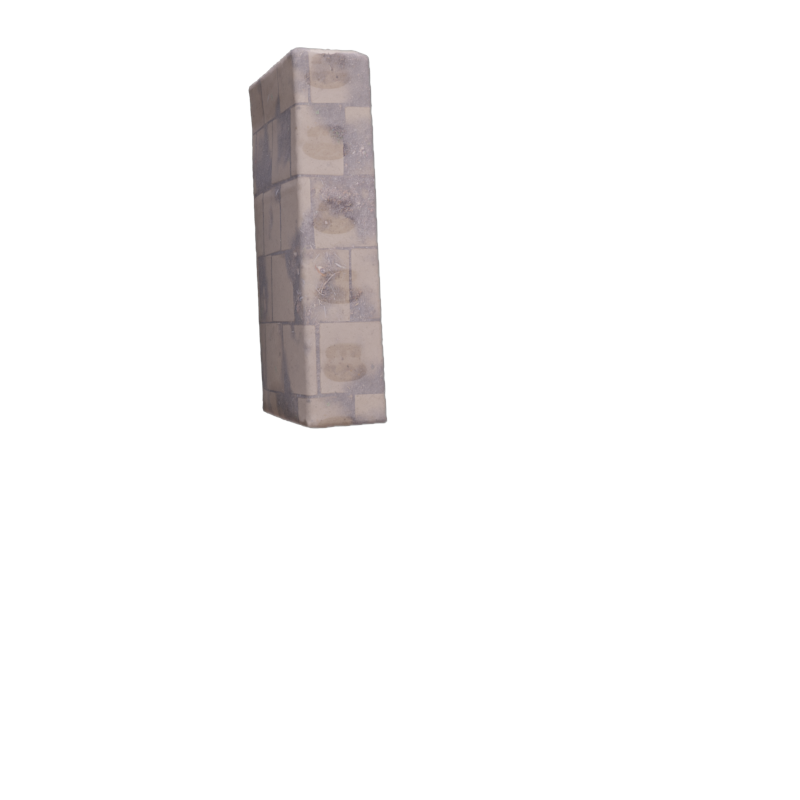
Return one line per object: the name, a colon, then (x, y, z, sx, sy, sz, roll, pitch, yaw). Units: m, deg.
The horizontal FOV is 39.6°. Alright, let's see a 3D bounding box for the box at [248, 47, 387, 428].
box: (-0.043, -0.079, 0.554, 0.047, 0.178, 0.095, 1, -2, -20)
